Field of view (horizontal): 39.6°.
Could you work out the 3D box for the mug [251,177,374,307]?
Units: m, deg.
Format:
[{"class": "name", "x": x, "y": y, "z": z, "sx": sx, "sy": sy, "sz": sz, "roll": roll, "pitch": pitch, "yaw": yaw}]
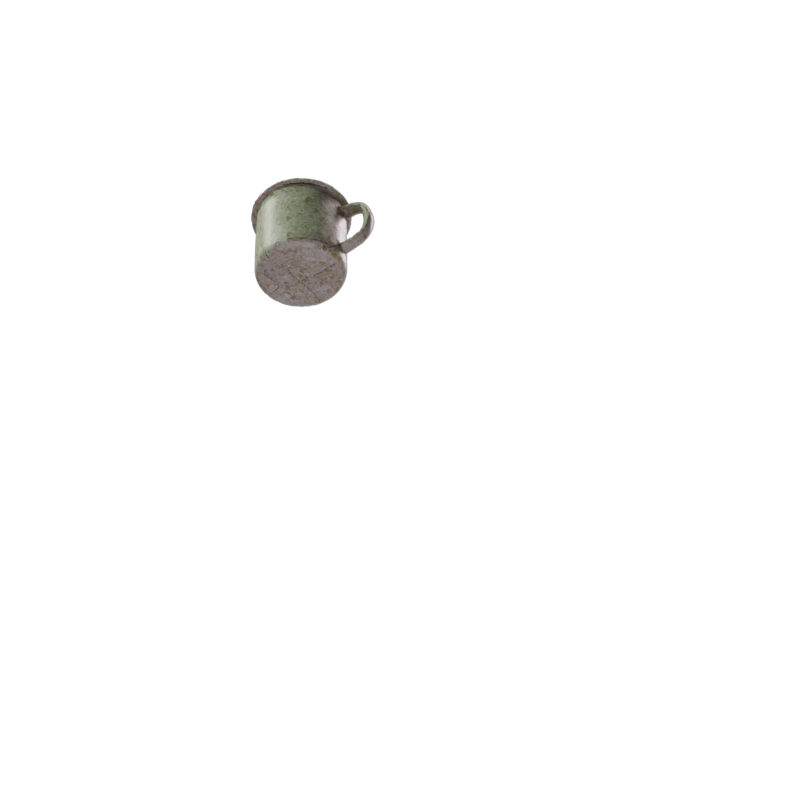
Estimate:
[{"class": "mug", "x": -0.077, "y": -0.141, "z": 0.988, "sx": 0.118, "sy": 0.087, "sz": 0.086, "roll": -17, "pitch": -48, "yaw": 14}]
